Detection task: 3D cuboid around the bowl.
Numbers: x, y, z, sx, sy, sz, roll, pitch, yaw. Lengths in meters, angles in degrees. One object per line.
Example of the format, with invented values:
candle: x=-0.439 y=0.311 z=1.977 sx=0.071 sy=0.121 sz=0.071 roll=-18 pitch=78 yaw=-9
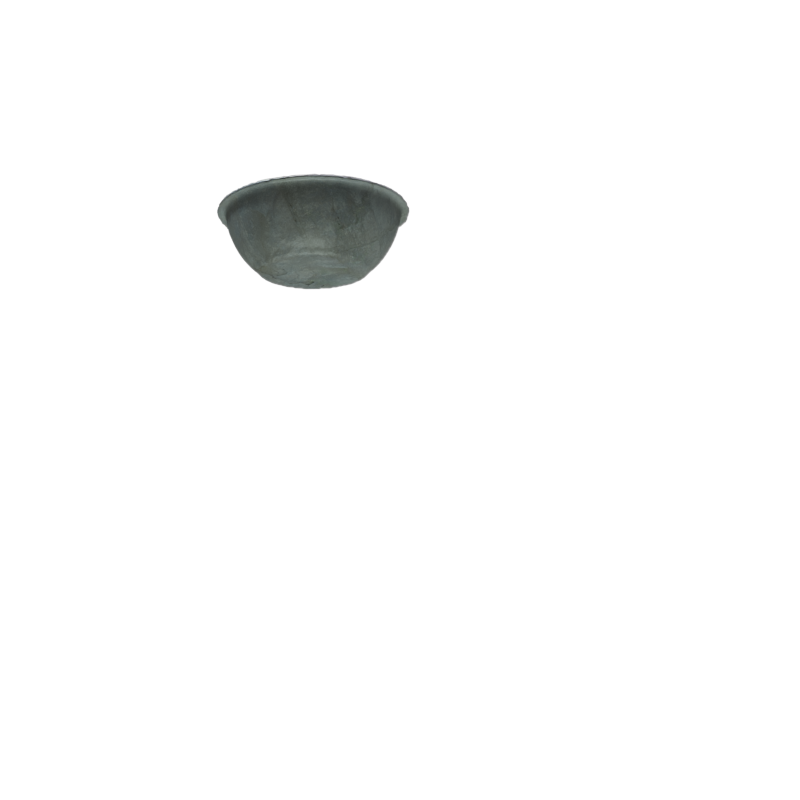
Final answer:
bowl: x=-0.072 y=-0.132 z=0.924 sx=0.162 sy=0.057 sz=0.156 roll=0 pitch=-13 yaw=-2
